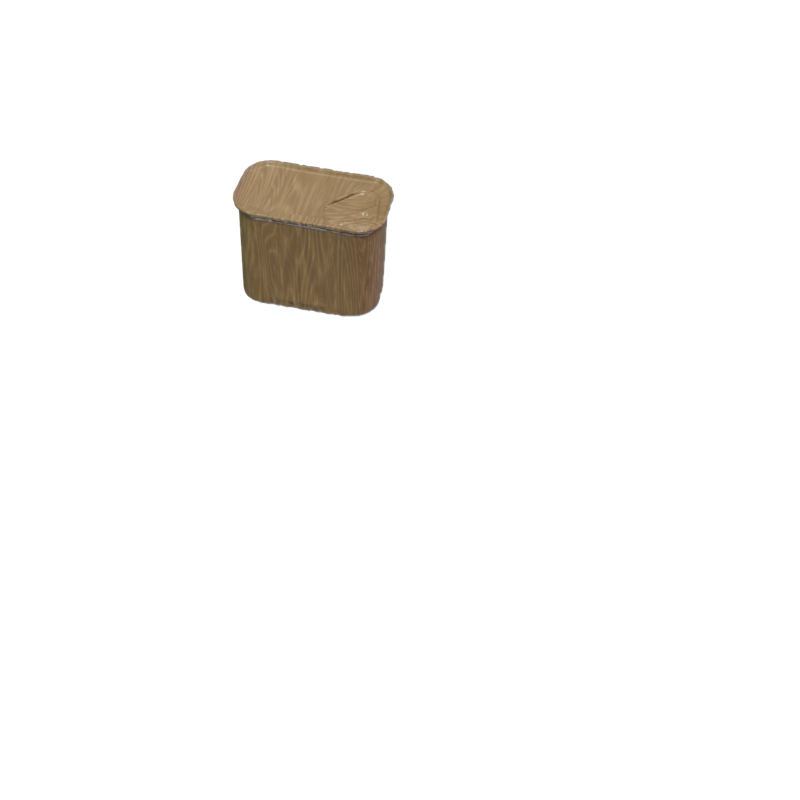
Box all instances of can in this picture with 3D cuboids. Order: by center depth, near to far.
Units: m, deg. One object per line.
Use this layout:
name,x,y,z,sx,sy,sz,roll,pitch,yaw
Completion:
can,-0.058,-0.106,0.745,0.104,0.078,0.061,11,46,9
